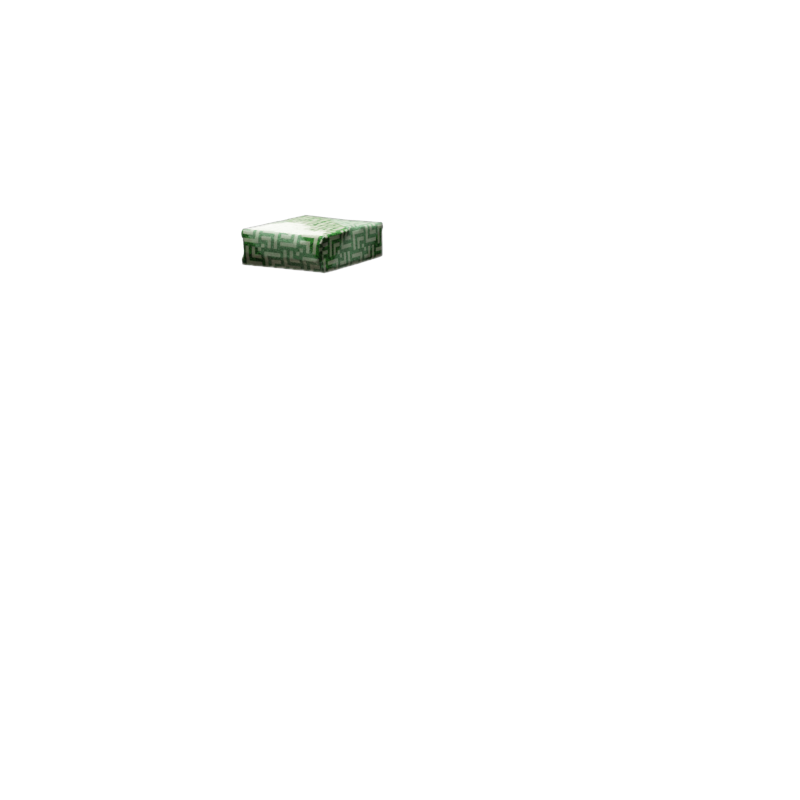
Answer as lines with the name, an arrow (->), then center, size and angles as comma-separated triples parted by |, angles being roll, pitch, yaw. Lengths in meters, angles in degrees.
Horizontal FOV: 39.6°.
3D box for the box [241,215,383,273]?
box -> -0.066, -0.119, 0.837 | 0.076, 0.029, 0.088 | 9, 19, 30
